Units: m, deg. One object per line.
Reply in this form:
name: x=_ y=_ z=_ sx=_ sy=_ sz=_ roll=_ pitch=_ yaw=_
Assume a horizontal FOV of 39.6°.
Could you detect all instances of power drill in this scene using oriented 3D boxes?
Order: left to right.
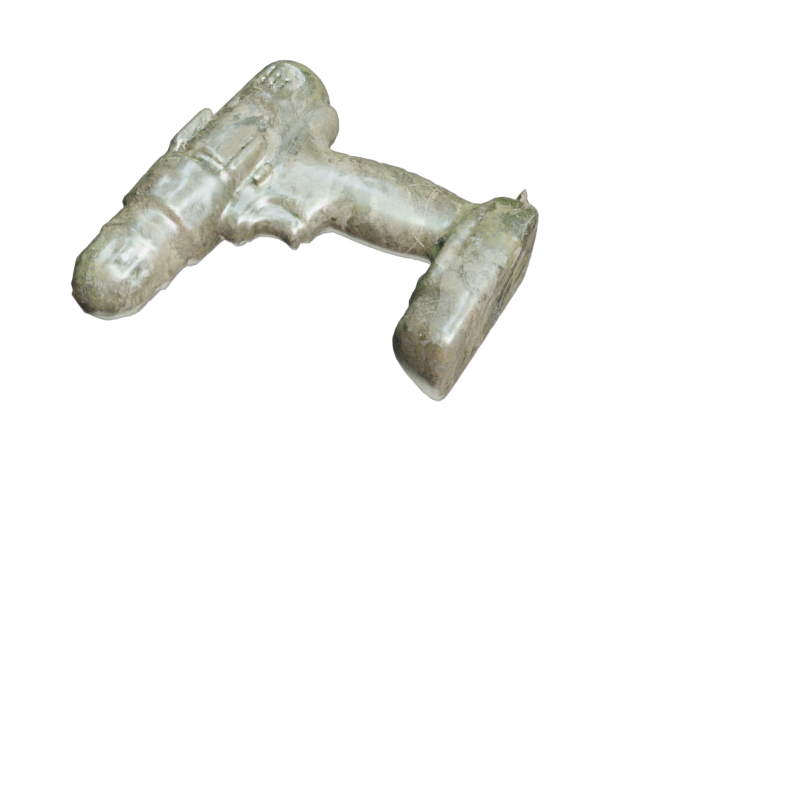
power drill: x=-0.043 y=-0.078 z=0.545 sx=0.195 sy=0.189 sz=0.054 roll=28 pitch=-29 yaw=17
